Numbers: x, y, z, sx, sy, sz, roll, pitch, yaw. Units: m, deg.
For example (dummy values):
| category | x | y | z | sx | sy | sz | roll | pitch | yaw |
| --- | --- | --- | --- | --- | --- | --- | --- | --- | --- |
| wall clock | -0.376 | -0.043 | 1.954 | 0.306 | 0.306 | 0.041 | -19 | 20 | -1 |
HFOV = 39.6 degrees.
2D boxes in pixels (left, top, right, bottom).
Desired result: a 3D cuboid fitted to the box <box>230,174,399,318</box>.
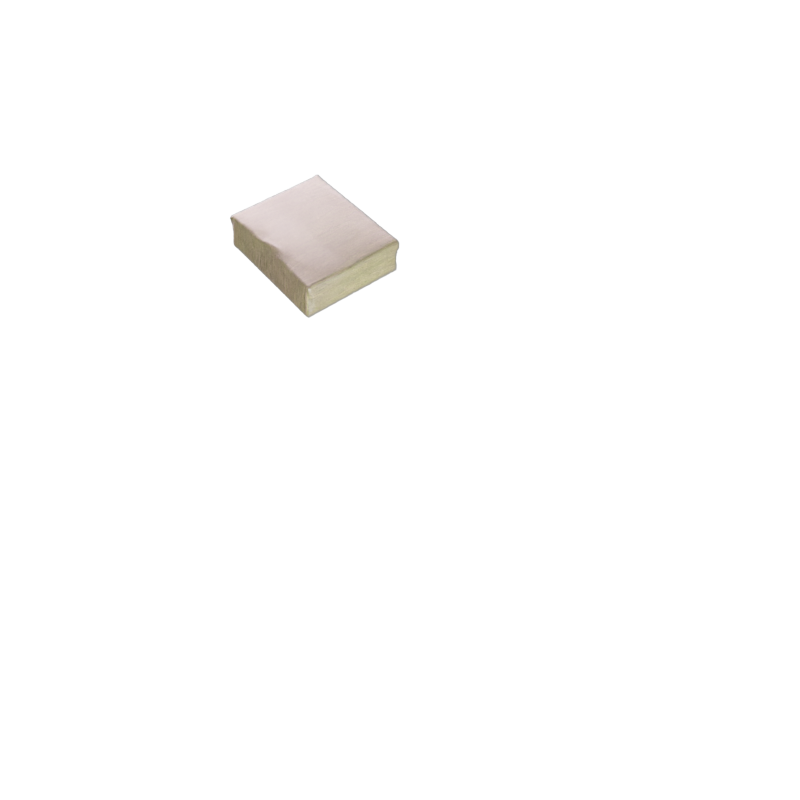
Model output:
| category | x | y | z | sx | sy | sz | roll | pitch | yaw |
| --- | --- | --- | --- | --- | --- | --- | --- | --- | --- |
| box | -0.057 | -0.103 | 0.724 | 0.073 | 0.028 | 0.096 | -29 | 53 | -25 |
